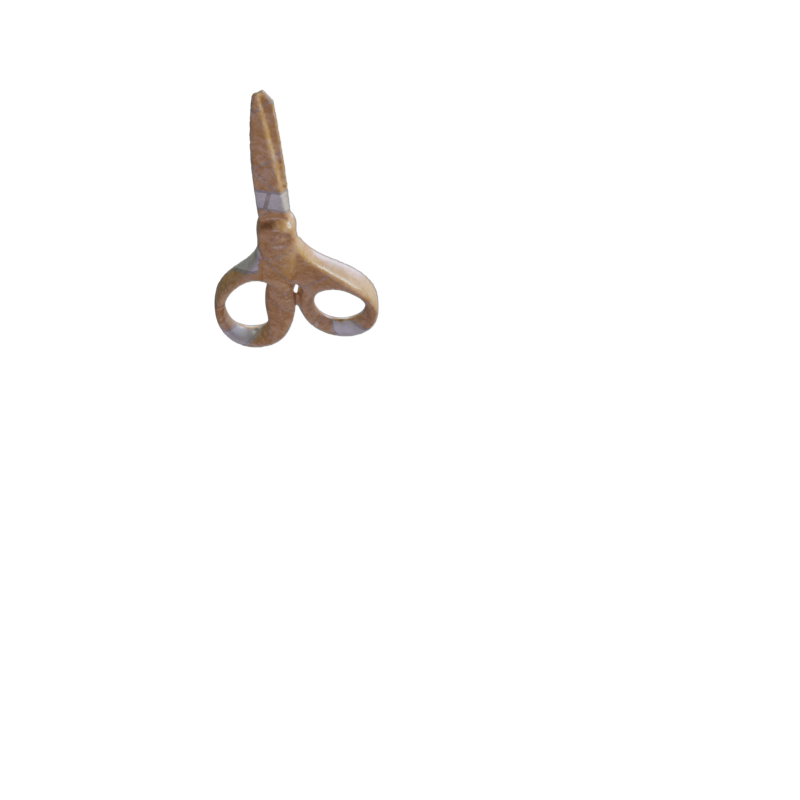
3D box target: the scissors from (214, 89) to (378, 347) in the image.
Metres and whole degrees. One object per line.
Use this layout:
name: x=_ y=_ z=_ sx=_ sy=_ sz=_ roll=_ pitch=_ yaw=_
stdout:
scissors: x=-0.042 y=-0.077 z=0.539 sx=0.094 sy=0.017 sz=0.193 roll=8 pitch=-29 yaw=-14
